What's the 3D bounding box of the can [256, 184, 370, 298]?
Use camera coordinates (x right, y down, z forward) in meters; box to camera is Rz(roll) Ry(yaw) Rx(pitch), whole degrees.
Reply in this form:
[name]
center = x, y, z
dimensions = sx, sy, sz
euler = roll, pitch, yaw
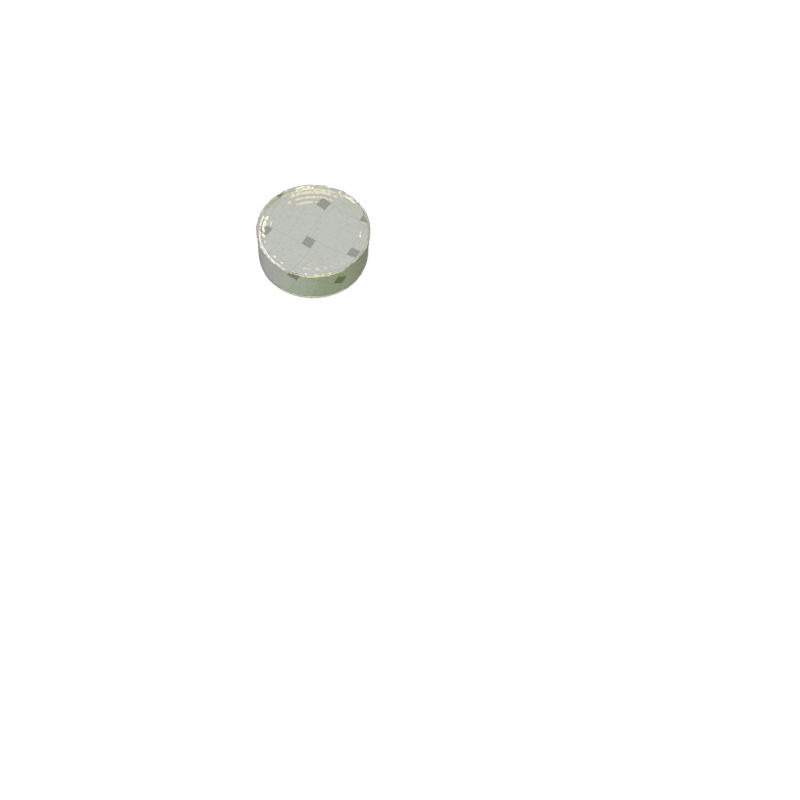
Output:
[can]
center = -0.066, -0.120, 0.841
dimensions = 0.086, 0.092, 0.031
euler = -1, -34, -1
